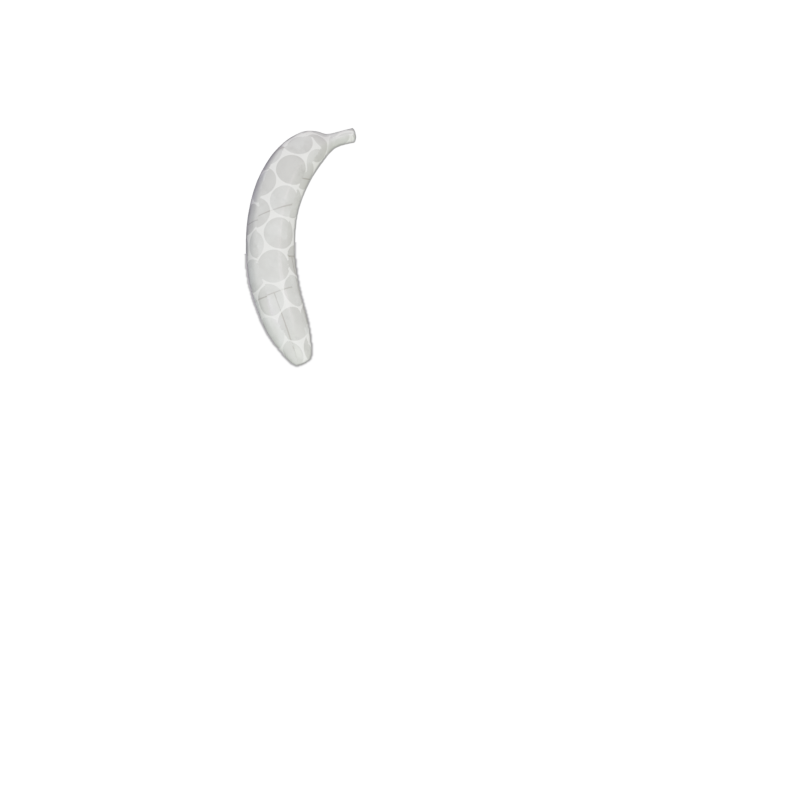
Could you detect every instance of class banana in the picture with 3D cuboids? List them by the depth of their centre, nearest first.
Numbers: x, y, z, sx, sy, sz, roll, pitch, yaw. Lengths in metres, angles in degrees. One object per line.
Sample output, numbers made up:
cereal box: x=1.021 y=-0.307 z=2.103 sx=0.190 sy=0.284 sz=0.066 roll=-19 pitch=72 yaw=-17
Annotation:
banana: x=-0.083 y=-0.127 z=0.840 sx=0.070 sy=0.205 sz=0.035 roll=10 pitch=-17 yaw=2
